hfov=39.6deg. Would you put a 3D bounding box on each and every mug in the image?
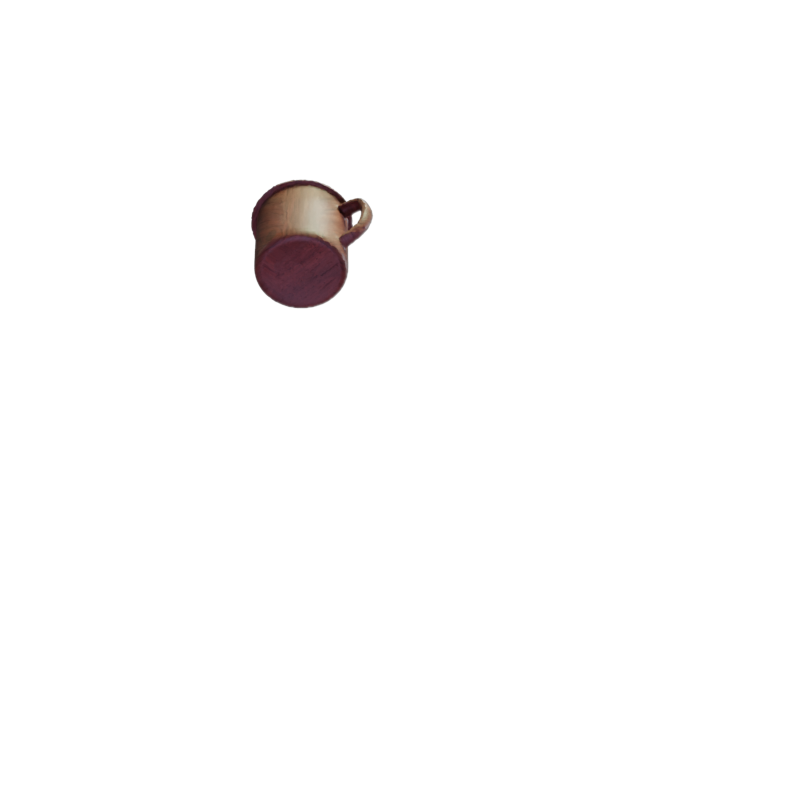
[{"bbox_3d":[-0.076,-0.139,0.977,0.117,0.087,0.087,-23,35,15],"label":"mug"}]
